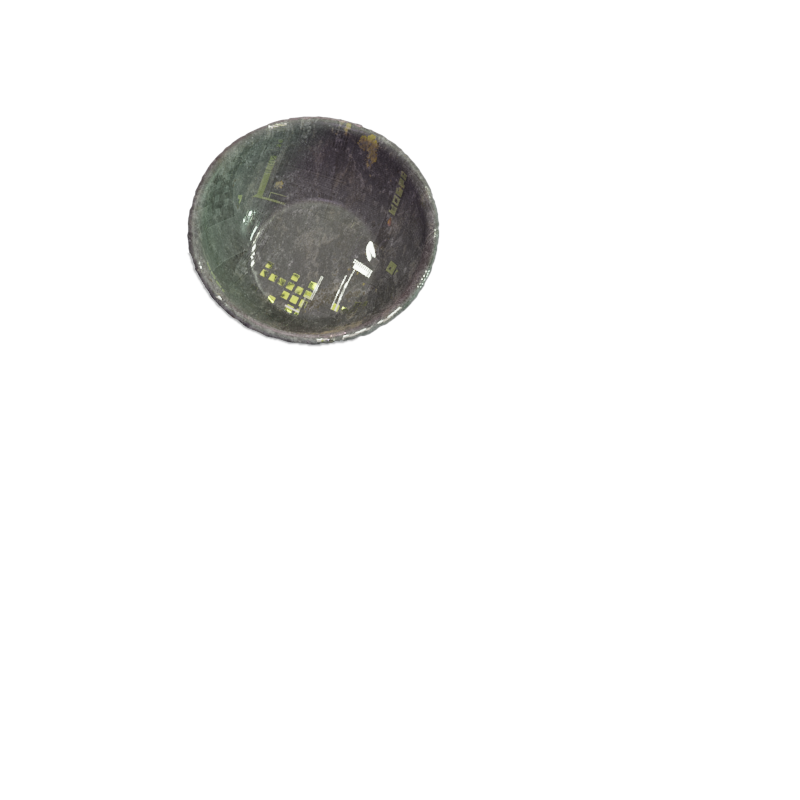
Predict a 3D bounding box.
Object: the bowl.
[{"bbox_3d":[-0.057,-0.105,0.732,0.162,0.171,0.052,-1,-23,-1],"label":"bowl"}]
